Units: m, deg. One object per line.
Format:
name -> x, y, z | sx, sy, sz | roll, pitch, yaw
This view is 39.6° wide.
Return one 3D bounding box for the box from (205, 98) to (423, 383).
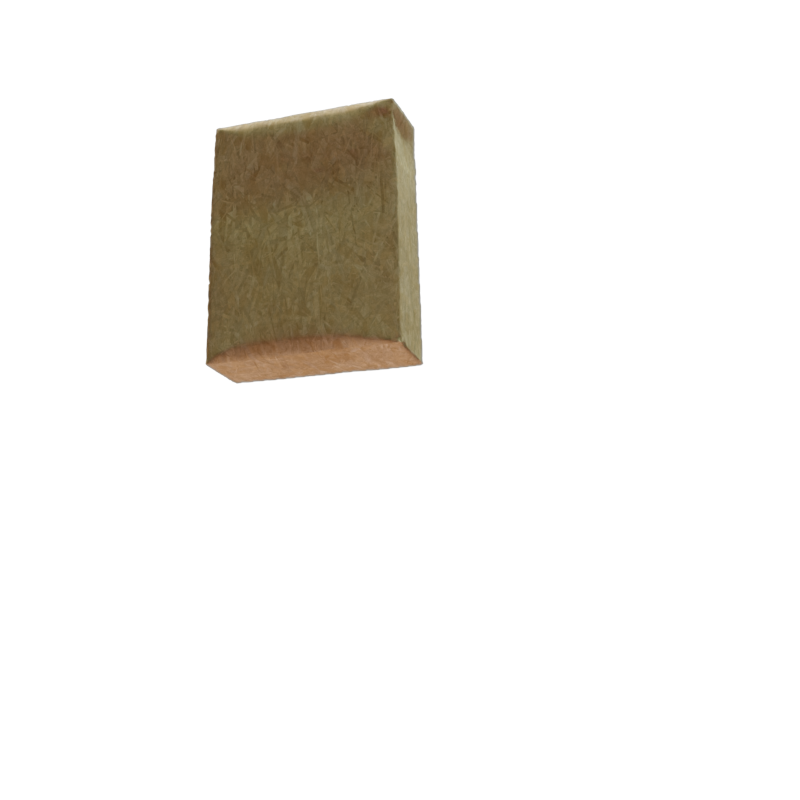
box -> -0.071, -0.130, 0.911 | 0.167, 0.224, 0.067 | -7, -21, 17
